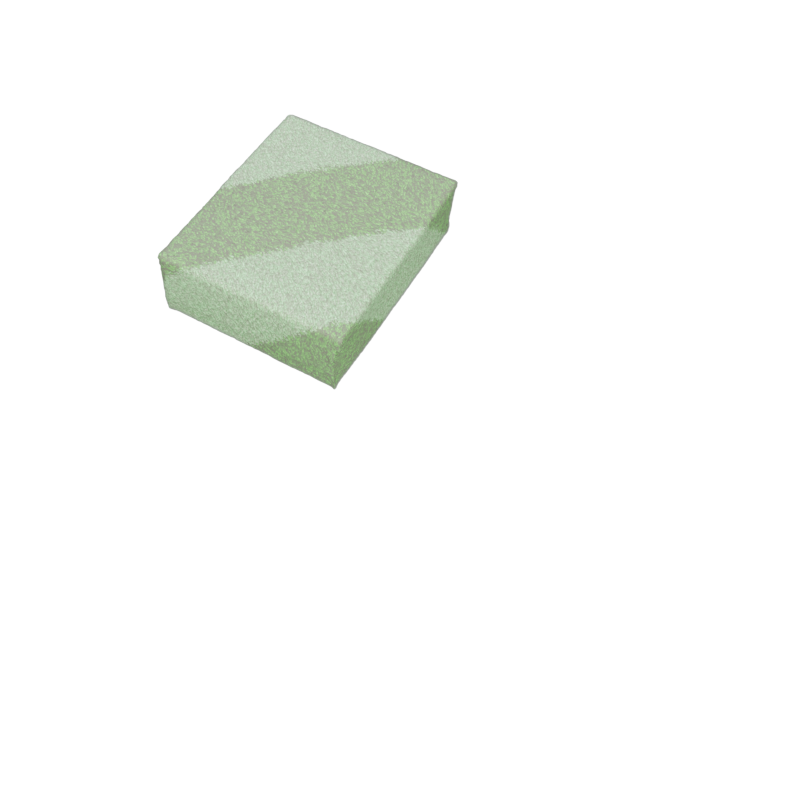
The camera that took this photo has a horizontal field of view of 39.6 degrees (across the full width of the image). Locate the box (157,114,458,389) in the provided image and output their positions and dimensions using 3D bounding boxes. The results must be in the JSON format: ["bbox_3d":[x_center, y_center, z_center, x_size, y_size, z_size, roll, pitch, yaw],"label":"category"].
[{"bbox_3d":[-0.039,-0.071,0.495,0.093,0.117,0.036,23,-35,17],"label":"box"}]
